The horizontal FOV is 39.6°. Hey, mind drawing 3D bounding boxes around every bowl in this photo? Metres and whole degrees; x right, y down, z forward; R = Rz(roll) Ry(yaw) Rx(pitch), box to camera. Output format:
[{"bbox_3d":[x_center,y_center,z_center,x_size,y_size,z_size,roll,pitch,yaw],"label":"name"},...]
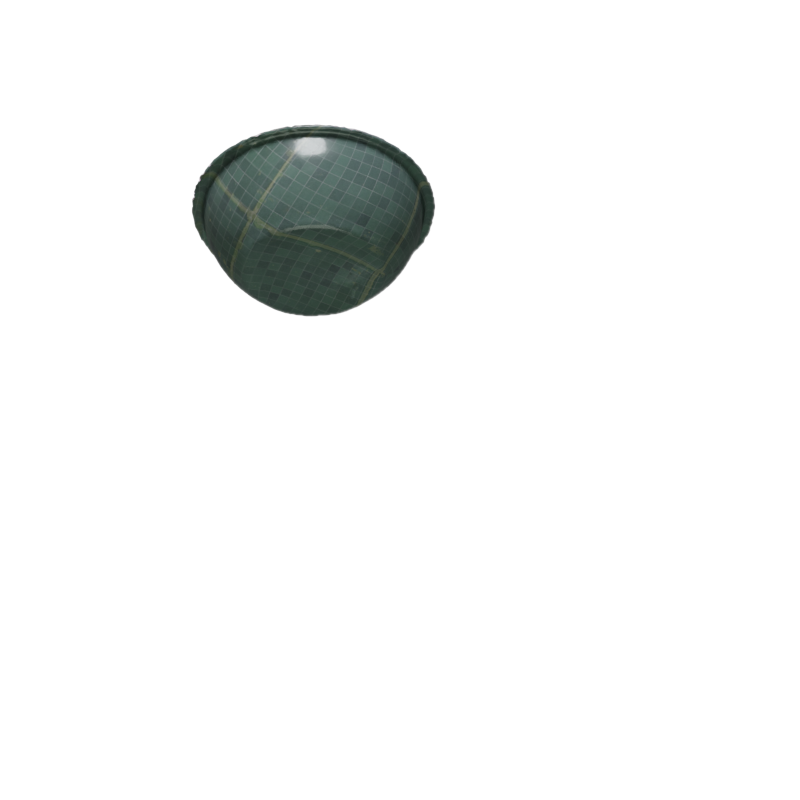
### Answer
[{"bbox_3d":[-0.057,-0.103,0.723,0.162,0.059,0.151,1,-37,-2],"label":"bowl"}]
